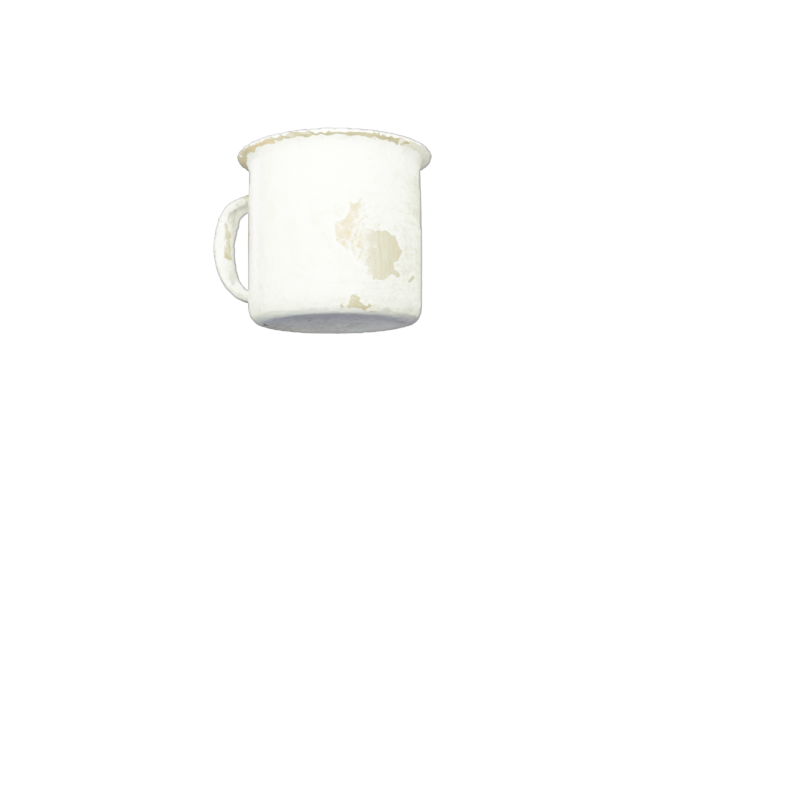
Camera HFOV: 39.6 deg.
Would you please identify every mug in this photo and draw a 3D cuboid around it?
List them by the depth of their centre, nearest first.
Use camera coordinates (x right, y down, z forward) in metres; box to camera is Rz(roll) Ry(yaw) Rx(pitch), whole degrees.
[{"bbox_3d":[-0.042,-0.076,0.530,0.120,0.084,0.089,-4,-8,29],"label":"mug"}]
